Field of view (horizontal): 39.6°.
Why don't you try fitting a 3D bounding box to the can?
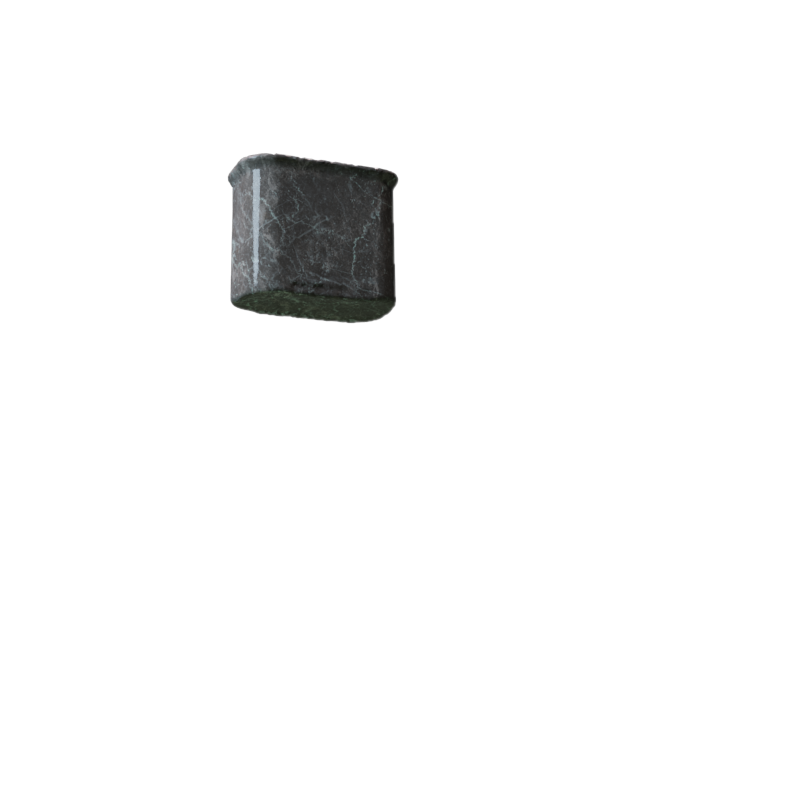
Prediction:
[{"bbox_3d":[-0.052,-0.095,0.667,0.099,0.087,0.057,5,-17,-21],"label":"can"}]
